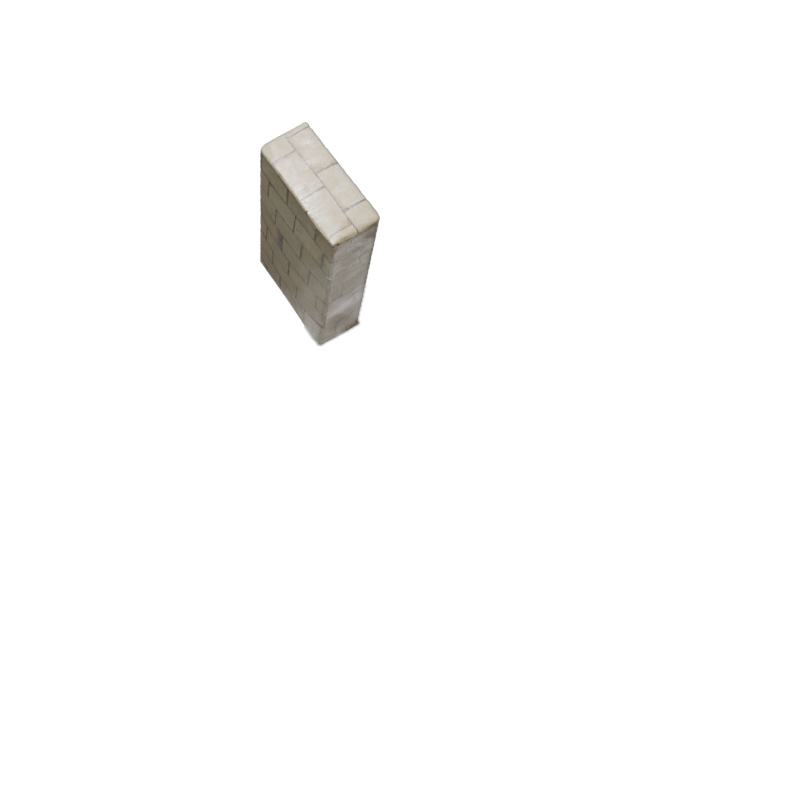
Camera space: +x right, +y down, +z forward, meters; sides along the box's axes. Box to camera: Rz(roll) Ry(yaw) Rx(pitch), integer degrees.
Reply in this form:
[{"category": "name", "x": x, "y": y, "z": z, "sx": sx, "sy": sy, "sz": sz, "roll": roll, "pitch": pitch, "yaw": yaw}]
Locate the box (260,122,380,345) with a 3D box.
[{"category": "box", "x": -0.064, "y": -0.116, "z": 0.815, "sx": 0.048, "sy": 0.098, "sz": 0.168, "roll": -31, "pitch": -16, "yaw": -14}]
